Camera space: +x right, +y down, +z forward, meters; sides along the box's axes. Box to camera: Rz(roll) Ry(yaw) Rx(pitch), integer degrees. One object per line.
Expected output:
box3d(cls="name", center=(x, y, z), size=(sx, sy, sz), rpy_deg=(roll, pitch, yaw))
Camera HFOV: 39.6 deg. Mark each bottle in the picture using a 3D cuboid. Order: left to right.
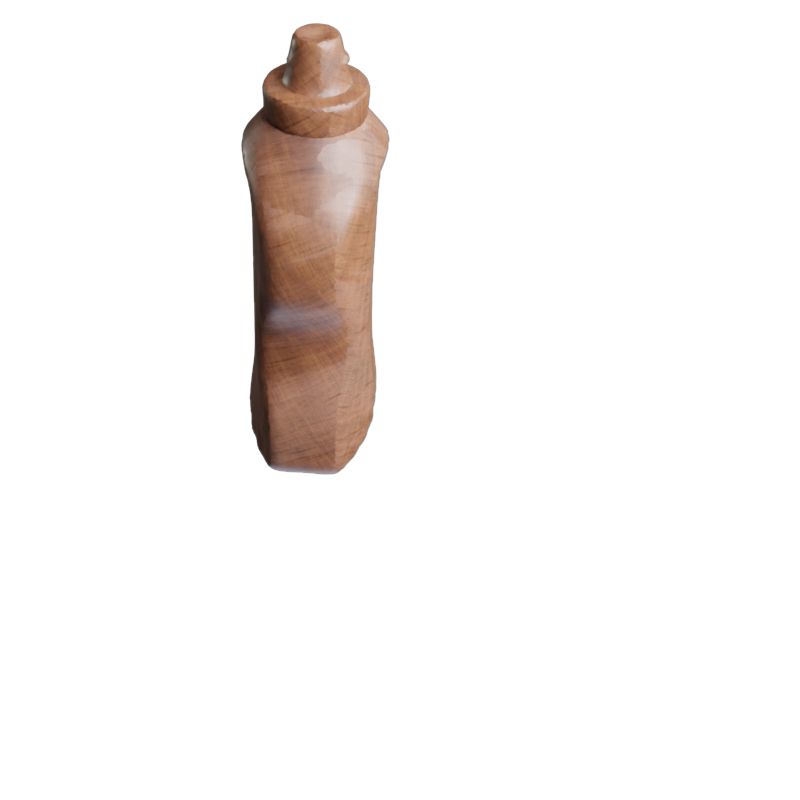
box3d(cls="bottle", center=(-0.036, -0.066, 0.464), size=(0.059, 0.179, 0.102), rpy_deg=(5, 40, 2))
